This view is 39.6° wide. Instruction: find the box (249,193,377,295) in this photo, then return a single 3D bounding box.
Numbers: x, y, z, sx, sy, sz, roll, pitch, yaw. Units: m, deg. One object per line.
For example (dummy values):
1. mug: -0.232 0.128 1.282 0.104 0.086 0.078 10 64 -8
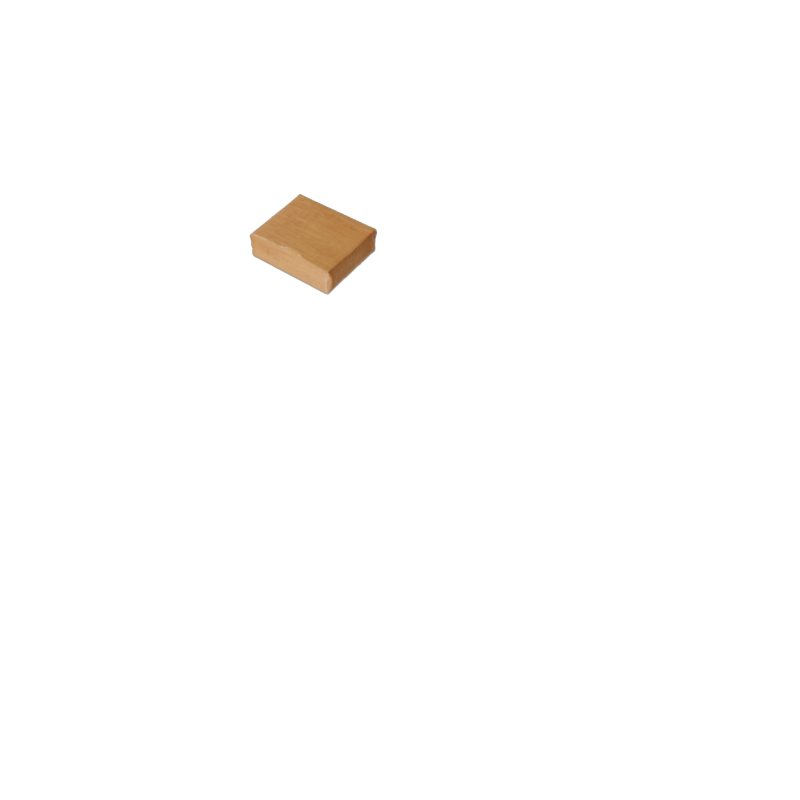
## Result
1. box: -0.078 -0.141 0.989 0.094 0.028 0.074 28 51 25
